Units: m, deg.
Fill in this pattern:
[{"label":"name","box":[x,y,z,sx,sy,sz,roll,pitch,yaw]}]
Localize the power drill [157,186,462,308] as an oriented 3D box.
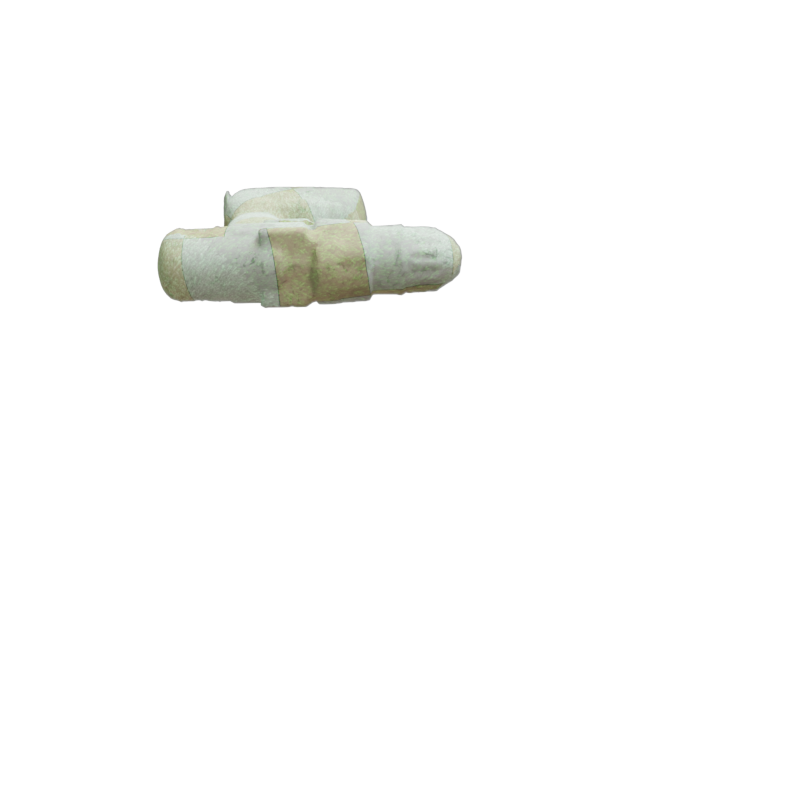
[{"label":"power drill","box":[-0.058,-0.106,0.743,0.185,0.056,0.193,0,15,0]}]
